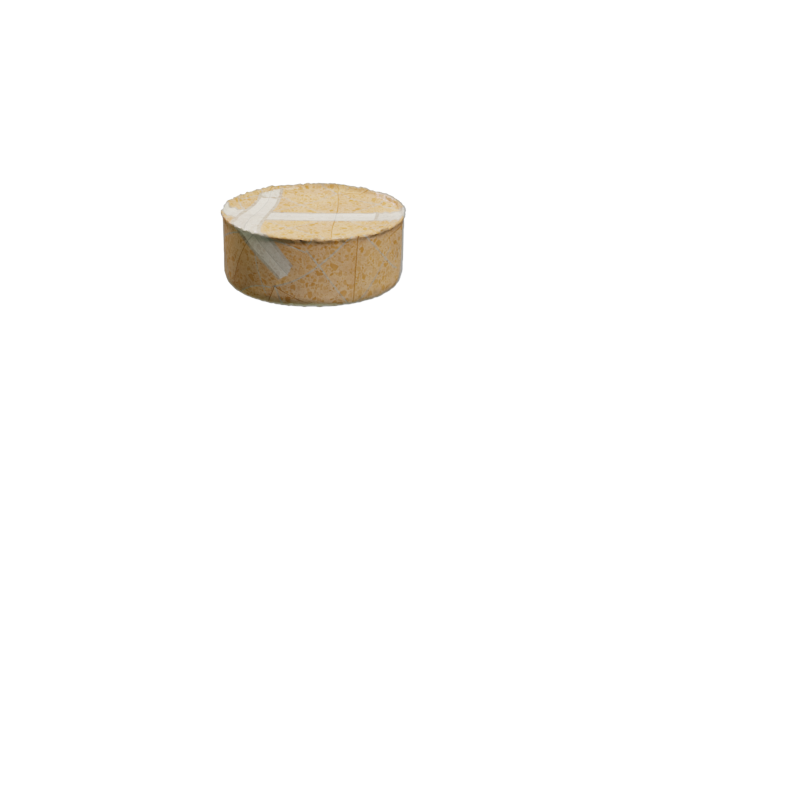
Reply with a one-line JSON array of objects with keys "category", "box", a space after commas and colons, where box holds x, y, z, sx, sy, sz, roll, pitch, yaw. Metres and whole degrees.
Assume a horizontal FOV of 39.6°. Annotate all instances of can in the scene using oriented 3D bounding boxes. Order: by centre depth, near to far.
[{"category": "can", "box": [-0.041, -0.074, 0.520, 0.086, 0.032, 0.090, -1, 25, -2]}]
